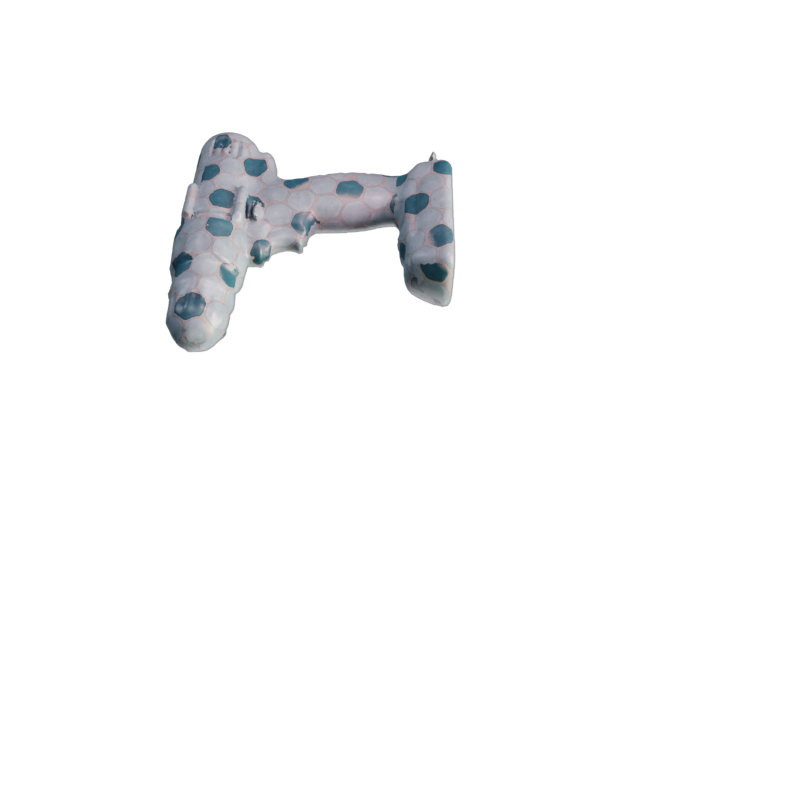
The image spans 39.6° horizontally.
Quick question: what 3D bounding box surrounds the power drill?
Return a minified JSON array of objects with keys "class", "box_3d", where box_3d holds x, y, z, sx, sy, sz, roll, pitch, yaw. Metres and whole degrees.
[{"class":"power drill","box_3d":[-0.058,-0.106,0.745,0.188,0.197,0.053,3,-38,2]}]
